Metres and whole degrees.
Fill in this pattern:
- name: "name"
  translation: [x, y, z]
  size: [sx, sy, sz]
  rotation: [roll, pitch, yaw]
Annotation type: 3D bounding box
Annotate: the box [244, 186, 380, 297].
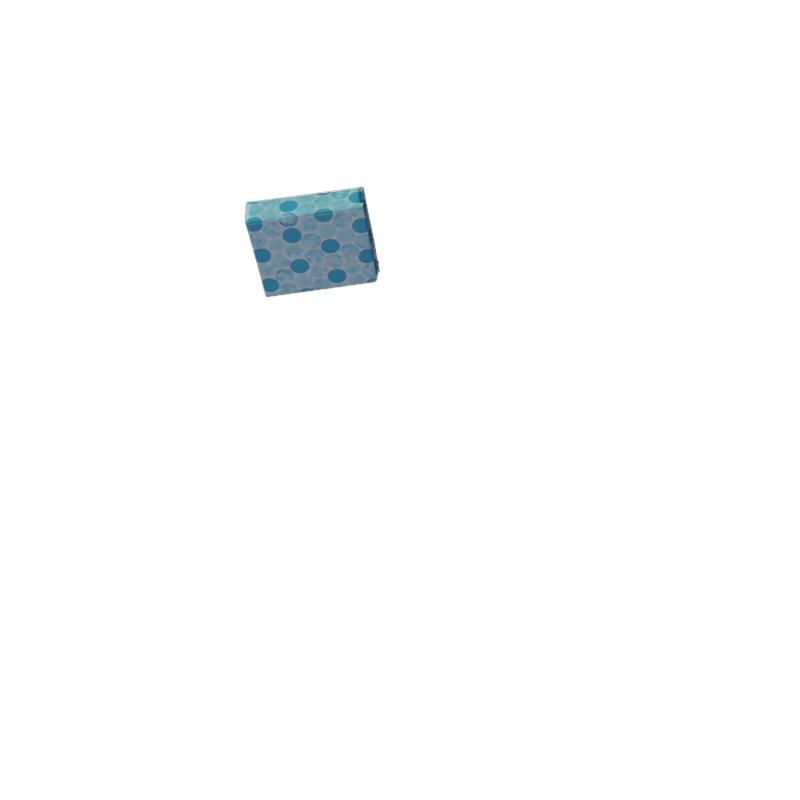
- name: "box"
  translation: [-0.064, -0.117, 0.821]
  size: [0.090, 0.068, 0.032]
  rotation: [-7, 43, 6]
